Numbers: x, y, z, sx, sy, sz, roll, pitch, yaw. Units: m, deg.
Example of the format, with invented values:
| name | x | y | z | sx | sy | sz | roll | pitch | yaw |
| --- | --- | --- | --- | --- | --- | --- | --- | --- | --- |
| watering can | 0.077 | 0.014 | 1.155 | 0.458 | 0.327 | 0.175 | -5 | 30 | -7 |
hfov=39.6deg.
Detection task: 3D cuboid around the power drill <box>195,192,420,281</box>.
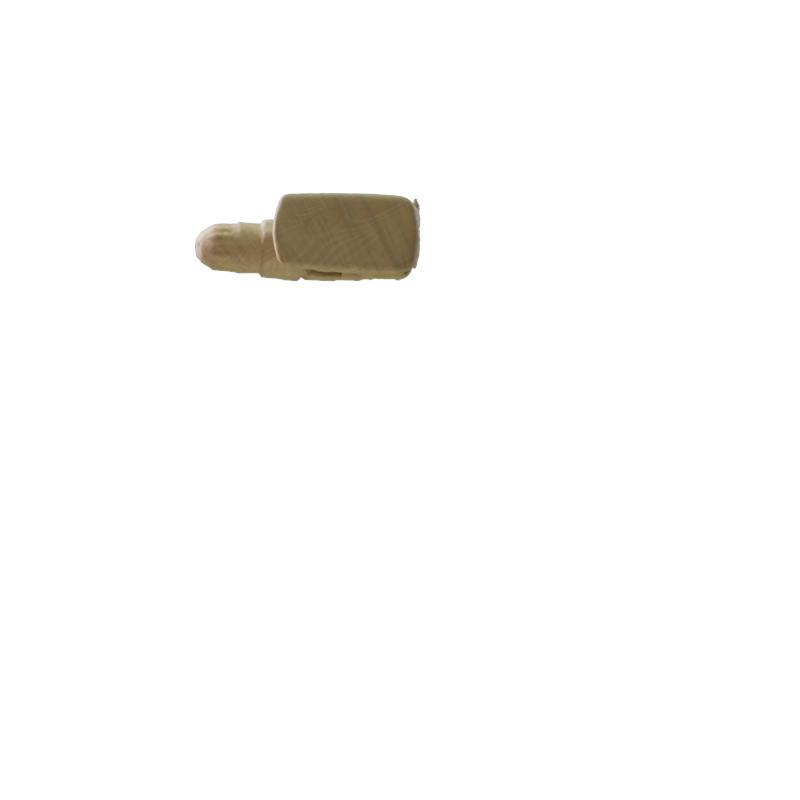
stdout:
| name | x | y | z | sx | sy | sz | roll | pitch | yaw |
| --- | --- | --- | --- | --- | --- | --- | --- | --- | --- |
| power drill | -0.068 | -0.123 | 0.864 | 0.183 | 0.057 | 0.189 | -1 | 4 | -8 |
